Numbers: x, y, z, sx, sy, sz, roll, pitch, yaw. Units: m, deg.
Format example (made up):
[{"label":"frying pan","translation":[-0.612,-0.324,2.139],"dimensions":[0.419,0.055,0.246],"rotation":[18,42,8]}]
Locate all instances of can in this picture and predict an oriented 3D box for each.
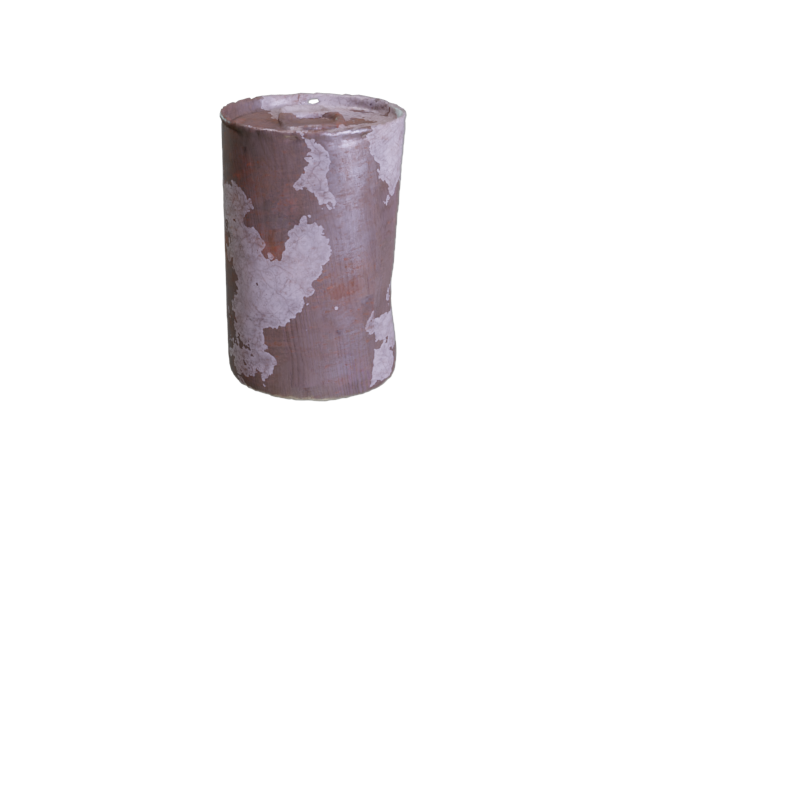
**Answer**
[{"label":"can","translation":[-0.033,-0.060,0.419],"dimensions":[0.068,0.098,0.072],"rotation":[0,22,-2]}]
